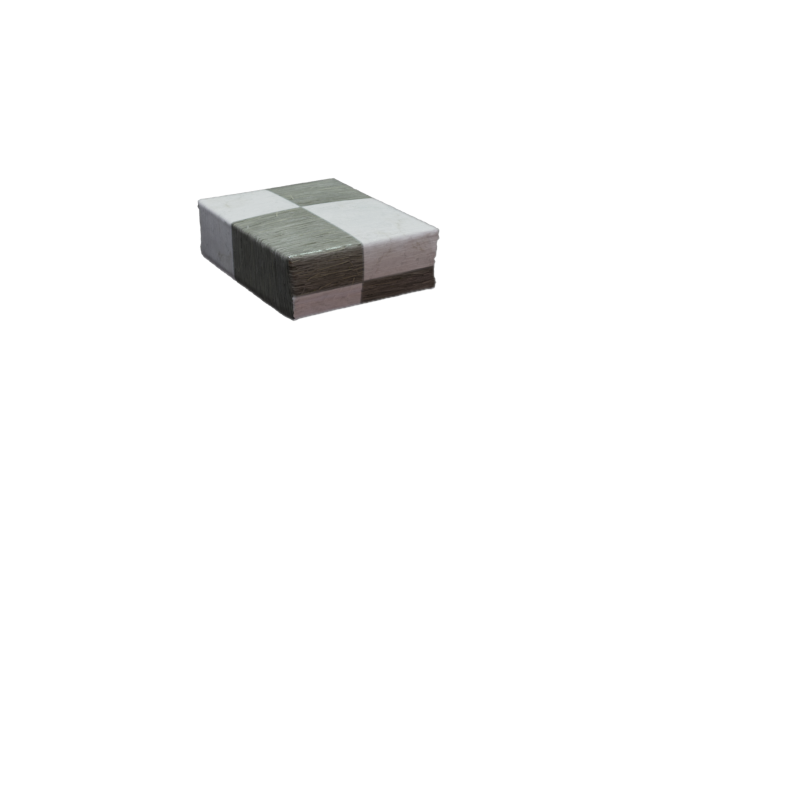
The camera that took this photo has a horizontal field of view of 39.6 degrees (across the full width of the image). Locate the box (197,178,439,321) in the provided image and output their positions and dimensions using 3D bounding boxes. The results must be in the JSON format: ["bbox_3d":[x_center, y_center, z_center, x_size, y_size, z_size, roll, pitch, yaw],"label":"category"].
[{"bbox_3d":[-0.047,-0.086,0.602,0.088,0.037,0.122,-16,32,-28],"label":"box"}]
